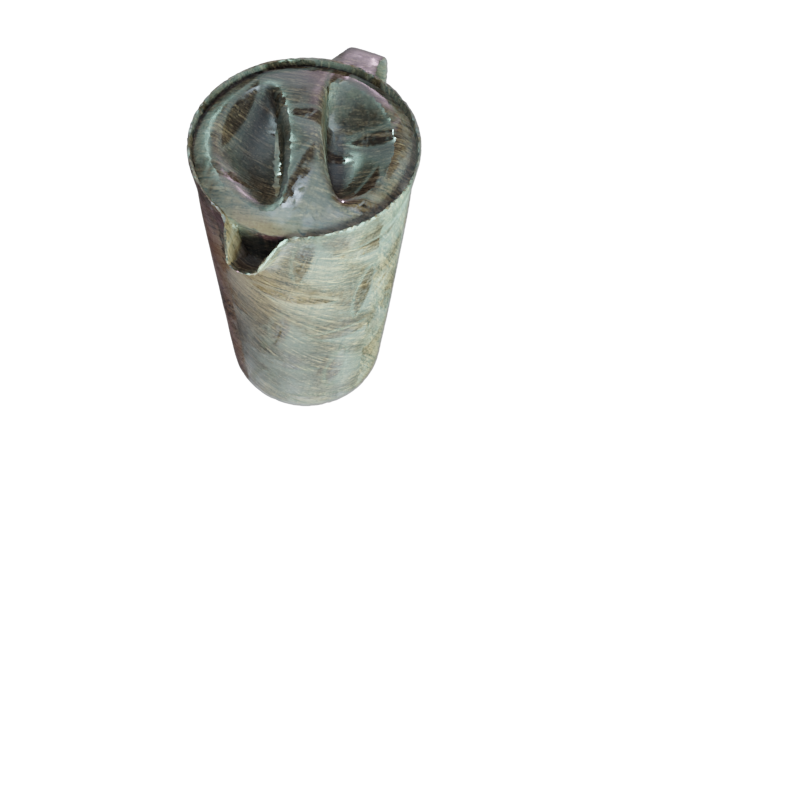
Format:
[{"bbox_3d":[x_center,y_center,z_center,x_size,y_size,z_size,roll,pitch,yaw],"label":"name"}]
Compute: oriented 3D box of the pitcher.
[{"bbox_3d":[-0.057,-0.104,0.727,0.148,0.155,0.228,-19,-27,-13],"label":"pitcher"}]
